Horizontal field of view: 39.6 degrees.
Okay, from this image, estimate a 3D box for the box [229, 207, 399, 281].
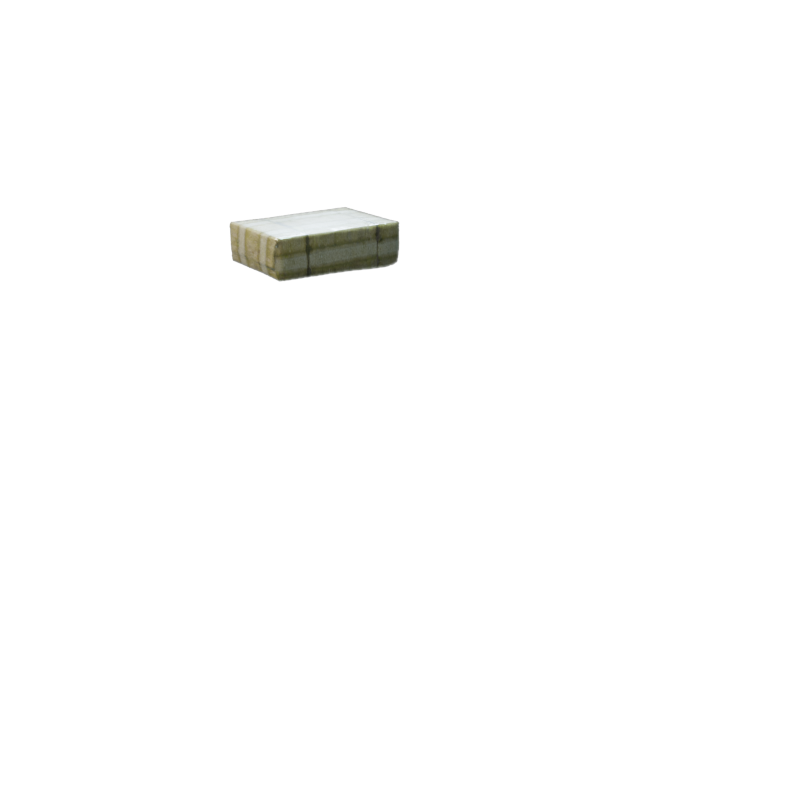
[{"bbox_3d":[-0.071,-0.129,0.901,0.111,0.038,0.095,-10,21,-28],"label":"box"}]
